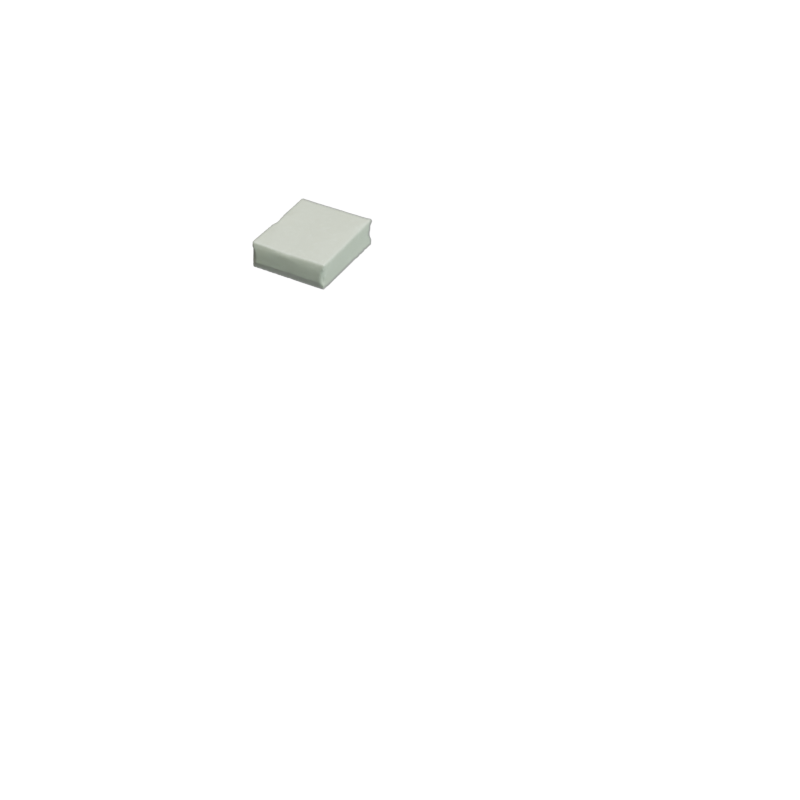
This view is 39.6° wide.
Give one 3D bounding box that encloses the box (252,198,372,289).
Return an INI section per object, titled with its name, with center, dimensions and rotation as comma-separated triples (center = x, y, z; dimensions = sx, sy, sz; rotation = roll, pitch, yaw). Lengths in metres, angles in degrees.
[box]
center = -0.077, -0.140, 0.980
dimensions = 0.076, 0.028, 0.091
rotation = 19, 42, 22
